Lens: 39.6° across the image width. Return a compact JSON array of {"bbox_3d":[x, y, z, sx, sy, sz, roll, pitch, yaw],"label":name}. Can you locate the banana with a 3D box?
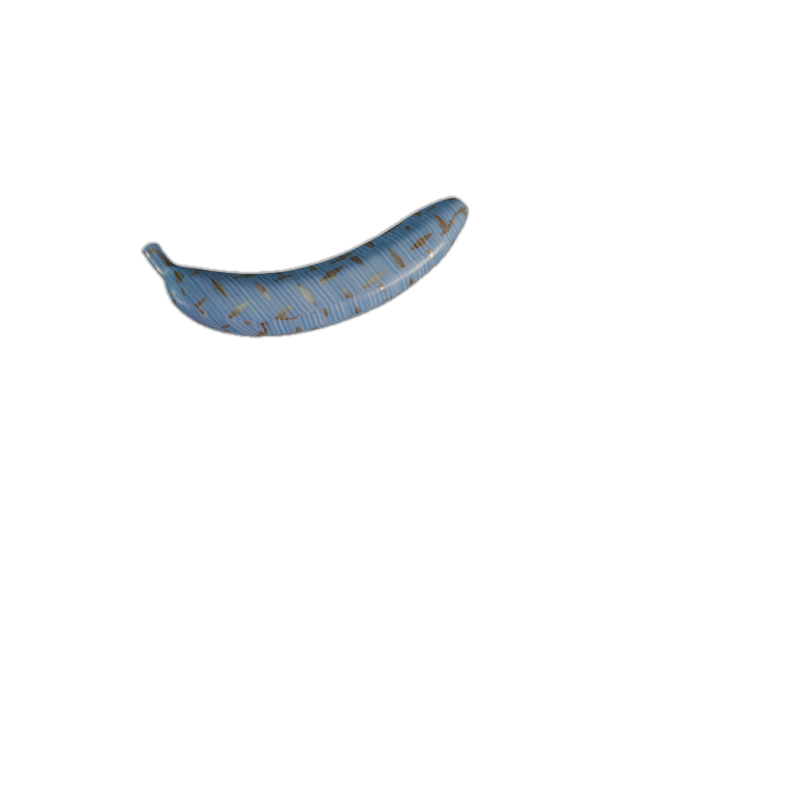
[{"bbox_3d":[-0.053,-0.075,0.655,0.197,0.072,0.036,-8,-11,-2],"label":"banana"}]
